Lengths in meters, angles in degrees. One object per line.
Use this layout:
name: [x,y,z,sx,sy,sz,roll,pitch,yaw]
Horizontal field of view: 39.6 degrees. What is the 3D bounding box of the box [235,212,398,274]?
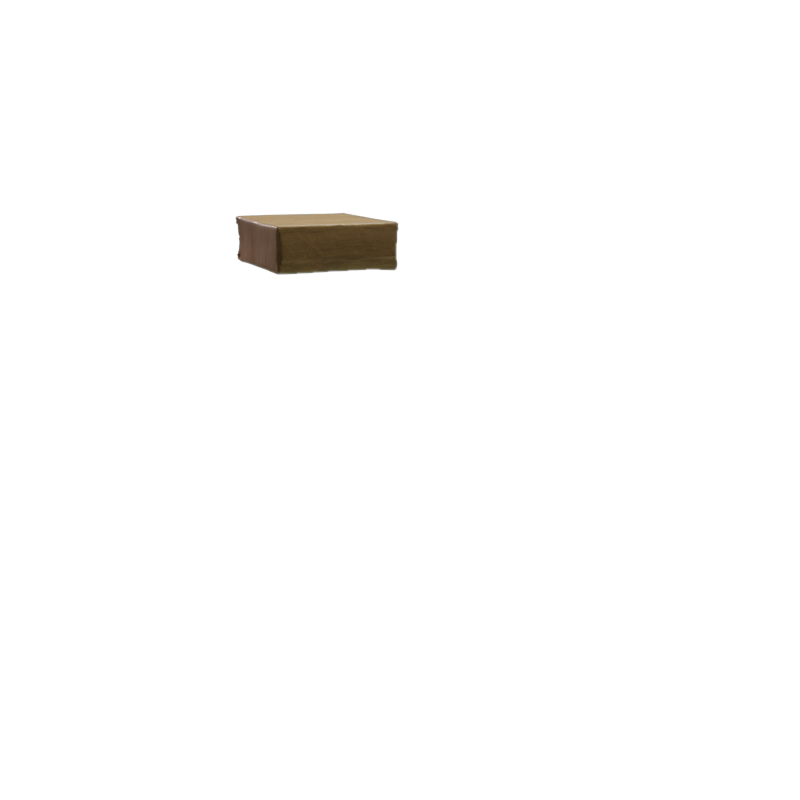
box: [-0.063,-0.116,0.810,0.088,0.038,0.118,-4,11,-21]
